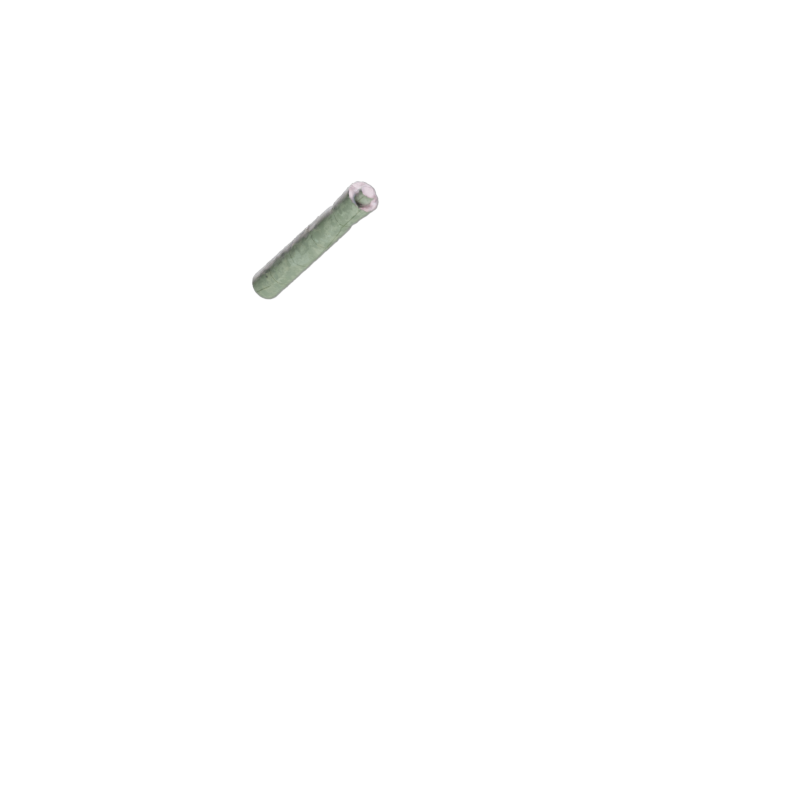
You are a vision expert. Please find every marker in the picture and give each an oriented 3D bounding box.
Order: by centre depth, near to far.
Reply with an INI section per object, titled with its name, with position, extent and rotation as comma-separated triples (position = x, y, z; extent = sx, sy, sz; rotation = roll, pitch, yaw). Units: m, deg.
[marker]
position = -0.049, -0.089, 0.626
extent = 0.019, 0.021, 0.119
rotation = -2, -19, -36
